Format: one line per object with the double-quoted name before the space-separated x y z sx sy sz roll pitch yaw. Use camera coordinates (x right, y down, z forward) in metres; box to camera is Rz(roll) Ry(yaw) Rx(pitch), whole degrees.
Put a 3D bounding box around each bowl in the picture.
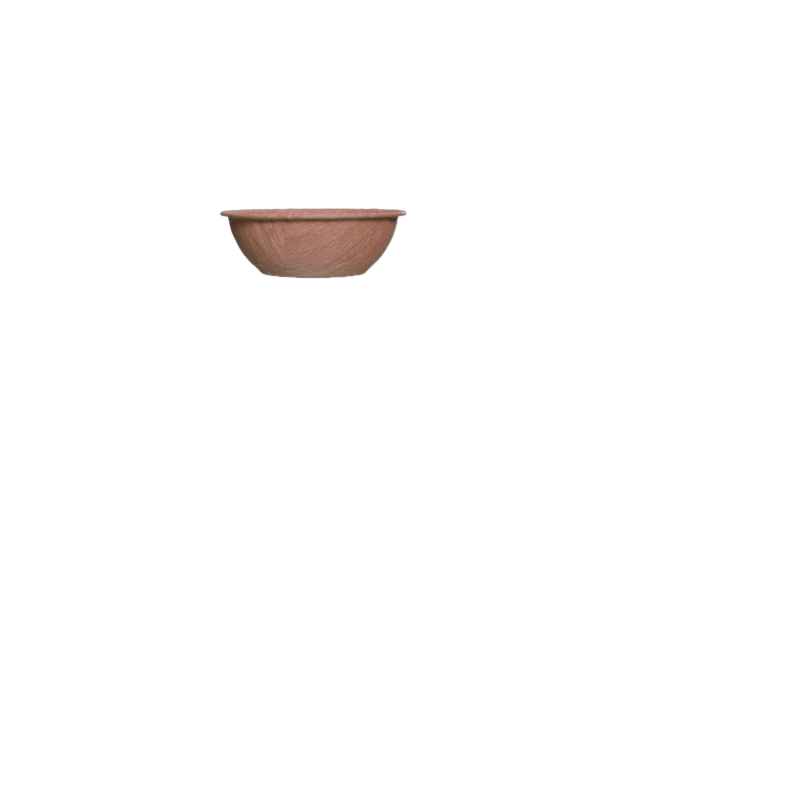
"bowl" -0.075 -0.137 0.961 0.162 0.054 0.165 0 11 -2
